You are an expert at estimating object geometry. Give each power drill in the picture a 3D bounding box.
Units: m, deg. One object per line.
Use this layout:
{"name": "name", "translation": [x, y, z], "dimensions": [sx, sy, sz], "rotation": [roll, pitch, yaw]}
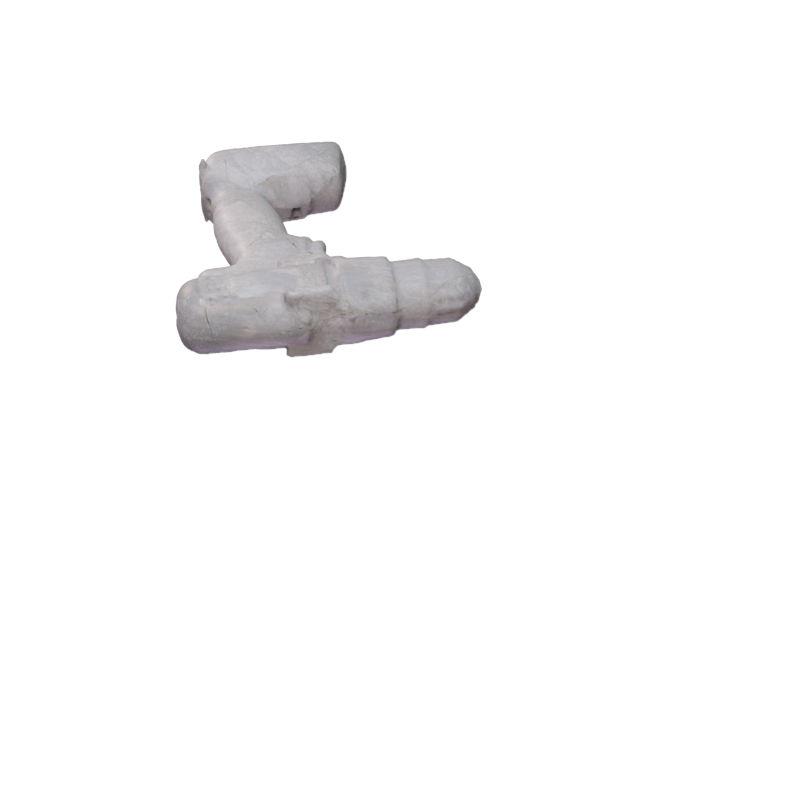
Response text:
{"name": "power drill", "translation": [-0.057, -0.103, 0.723], "dimensions": [0.183, 0.054, 0.202], "rotation": [-6, 37, -8]}
